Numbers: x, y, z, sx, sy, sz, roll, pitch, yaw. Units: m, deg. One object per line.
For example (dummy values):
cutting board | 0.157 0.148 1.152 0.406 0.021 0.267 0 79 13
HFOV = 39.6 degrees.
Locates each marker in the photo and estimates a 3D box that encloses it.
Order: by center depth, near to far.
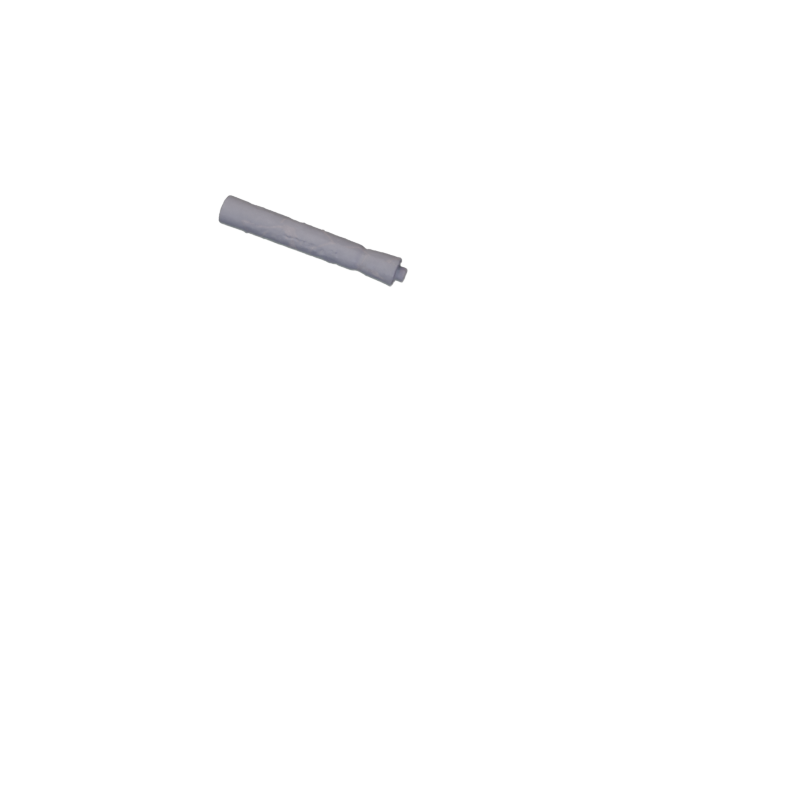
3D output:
marker | -0.053 -0.098 0.684 0.123 0.020 0.020 22 7 10
